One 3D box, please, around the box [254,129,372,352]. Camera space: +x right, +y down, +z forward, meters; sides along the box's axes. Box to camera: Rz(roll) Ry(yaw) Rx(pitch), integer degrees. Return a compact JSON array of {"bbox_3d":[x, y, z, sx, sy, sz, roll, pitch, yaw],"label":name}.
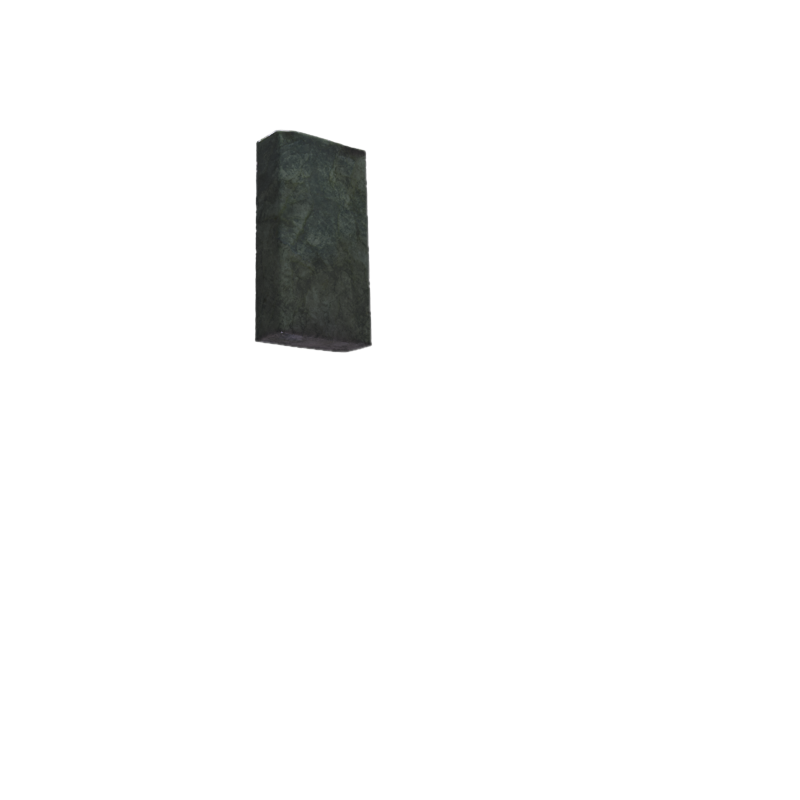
[{"bbox_3d":[-0.072,-0.132,0.923,0.089,0.183,0.048,10,-19,-35],"label":"box"}]
